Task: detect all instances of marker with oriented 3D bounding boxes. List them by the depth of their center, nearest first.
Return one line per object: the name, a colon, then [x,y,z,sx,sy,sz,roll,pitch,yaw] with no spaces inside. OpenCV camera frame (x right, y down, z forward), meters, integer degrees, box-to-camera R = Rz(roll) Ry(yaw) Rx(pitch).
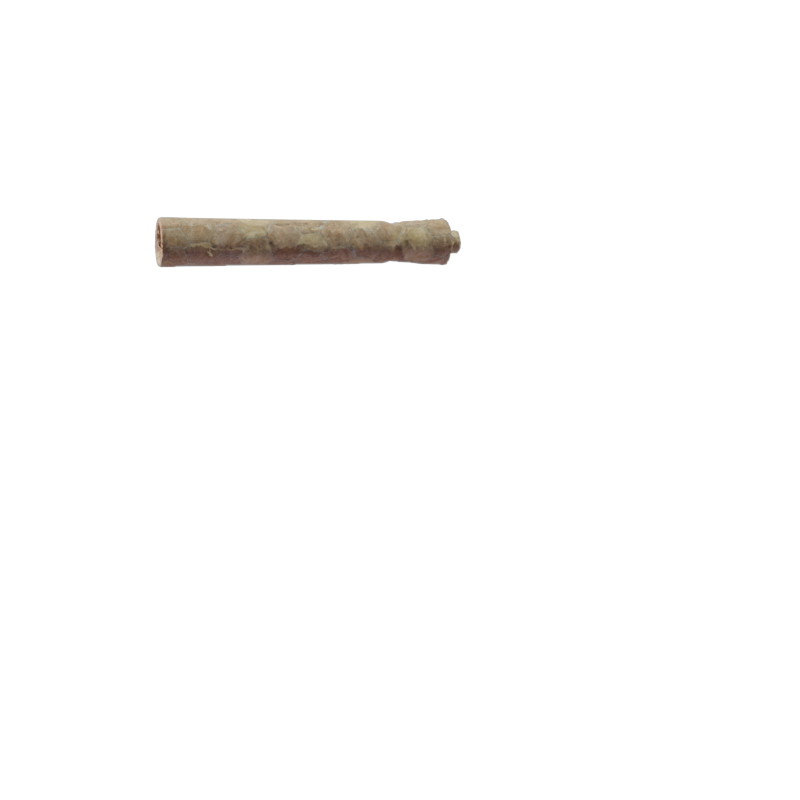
marker: [-0.034,-0.061,0.430,0.118,0.020,0.020,-2,5,-16]
